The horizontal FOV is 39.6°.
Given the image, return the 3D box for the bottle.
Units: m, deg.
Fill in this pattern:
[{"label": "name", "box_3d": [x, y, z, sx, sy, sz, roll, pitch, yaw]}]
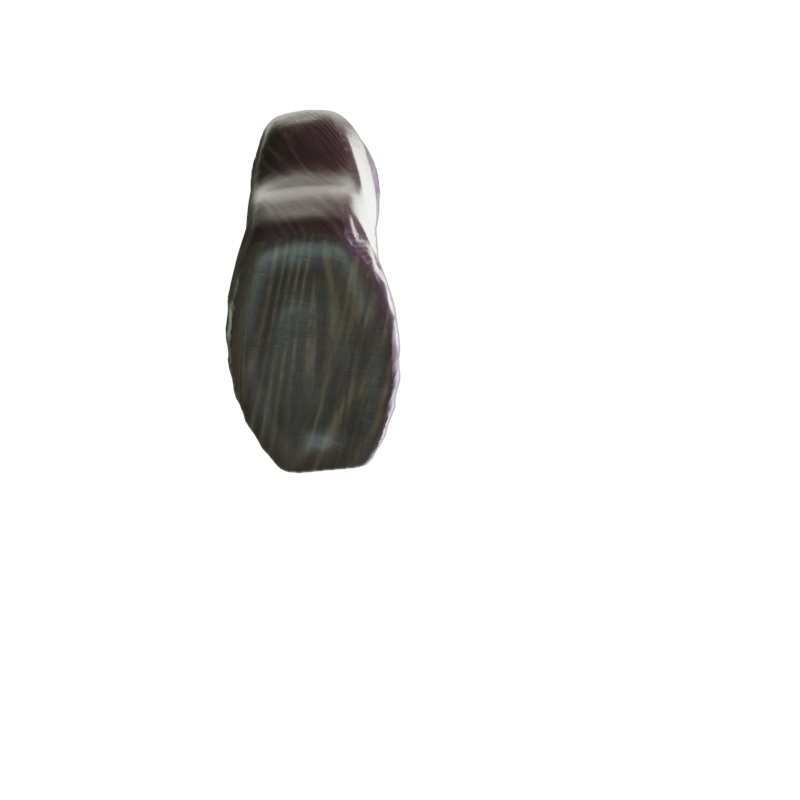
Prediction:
[{"label": "bottle", "box_3d": [-0.035, -0.064, 0.449, 0.058, 0.090, 0.204, -7, 31, 0]}]
